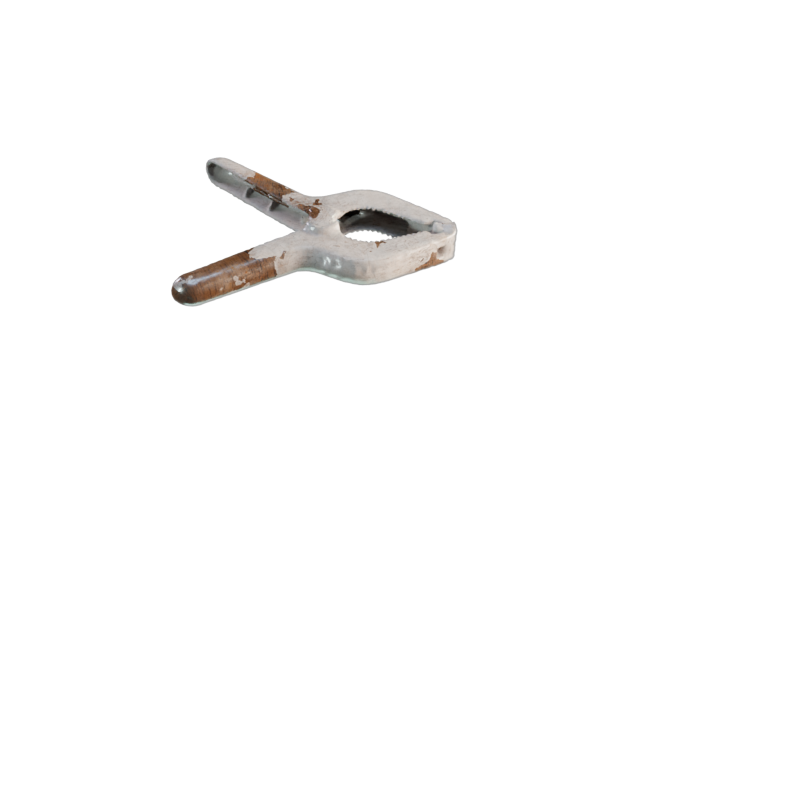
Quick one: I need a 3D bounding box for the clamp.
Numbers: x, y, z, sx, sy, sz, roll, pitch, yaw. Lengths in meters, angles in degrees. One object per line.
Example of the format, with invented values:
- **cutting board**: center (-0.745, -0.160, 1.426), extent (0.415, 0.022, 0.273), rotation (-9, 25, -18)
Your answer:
- **clamp**: center (-0.065, -0.119, 0.833), extent (0.213, 0.034, 0.174), rotation (8, 45, 7)
